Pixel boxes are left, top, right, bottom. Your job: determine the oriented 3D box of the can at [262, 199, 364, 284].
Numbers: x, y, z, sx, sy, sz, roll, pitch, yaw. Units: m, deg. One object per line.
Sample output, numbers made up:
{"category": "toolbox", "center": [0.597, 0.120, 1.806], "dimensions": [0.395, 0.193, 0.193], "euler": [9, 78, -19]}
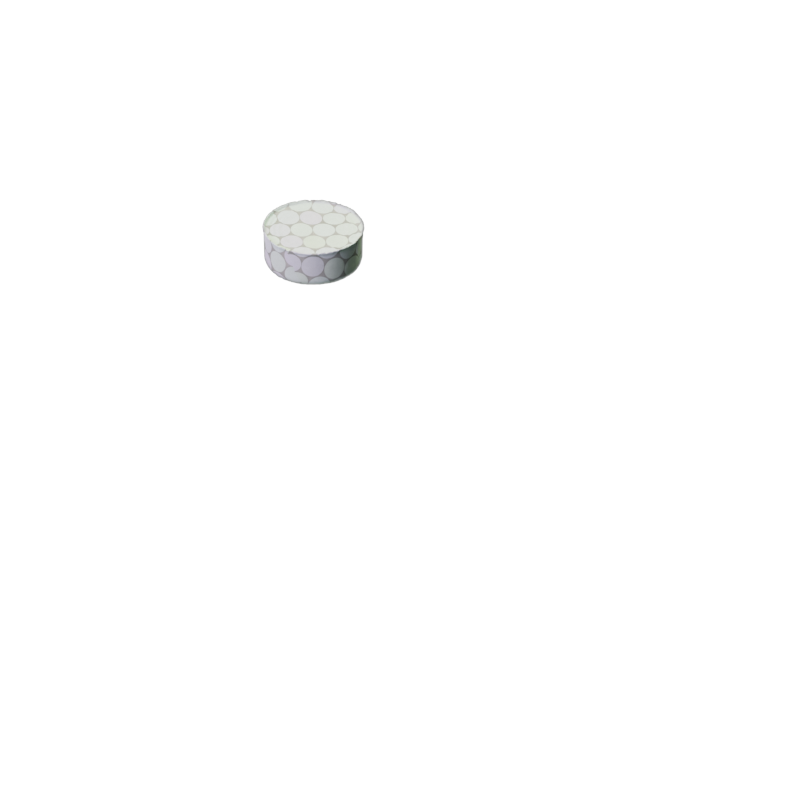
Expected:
{"category": "can", "center": [-0.074, -0.135, 0.945], "dimensions": [0.086, 0.031, 0.092], "euler": [-1, 38, -2]}
